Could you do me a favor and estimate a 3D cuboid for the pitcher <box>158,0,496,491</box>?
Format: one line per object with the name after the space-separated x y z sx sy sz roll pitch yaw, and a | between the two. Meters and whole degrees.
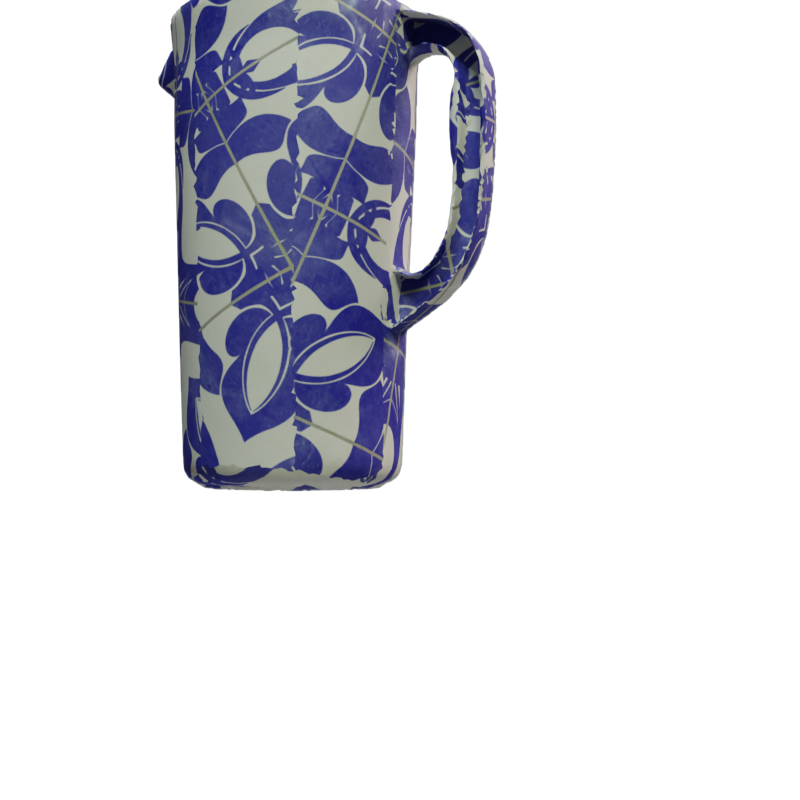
-0.044 -0.080 0.560 0.141 0.249 0.150 3 -8 -22 | pitcher
